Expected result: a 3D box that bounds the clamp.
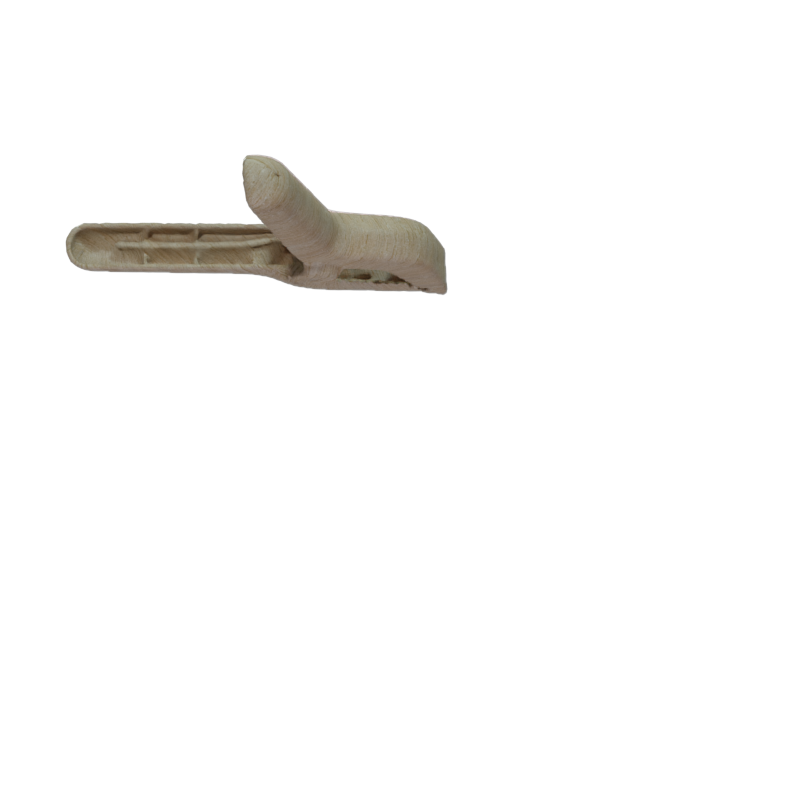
[{"bbox_3d":[-0.045,-0.082,0.573,0.201,0.037,0.168,4,-7,-36],"label":"clamp"}]
